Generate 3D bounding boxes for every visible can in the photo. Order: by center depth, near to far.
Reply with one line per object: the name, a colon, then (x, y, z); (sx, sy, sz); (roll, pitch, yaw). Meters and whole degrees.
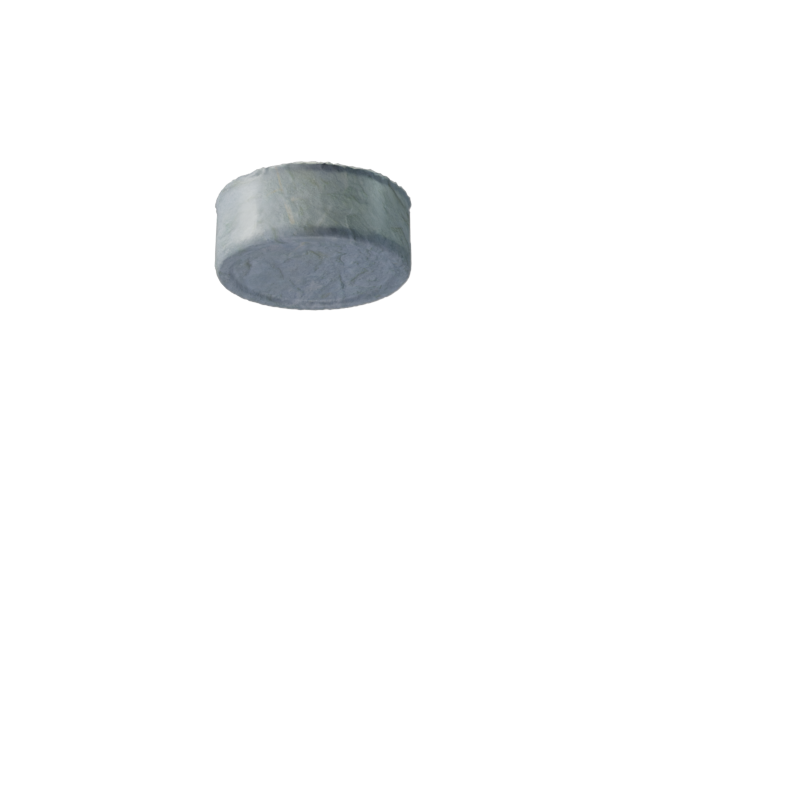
can: (-0.038, -0.068, 0.480); (0.086, 0.035, 0.082); (0, -18, -2)
